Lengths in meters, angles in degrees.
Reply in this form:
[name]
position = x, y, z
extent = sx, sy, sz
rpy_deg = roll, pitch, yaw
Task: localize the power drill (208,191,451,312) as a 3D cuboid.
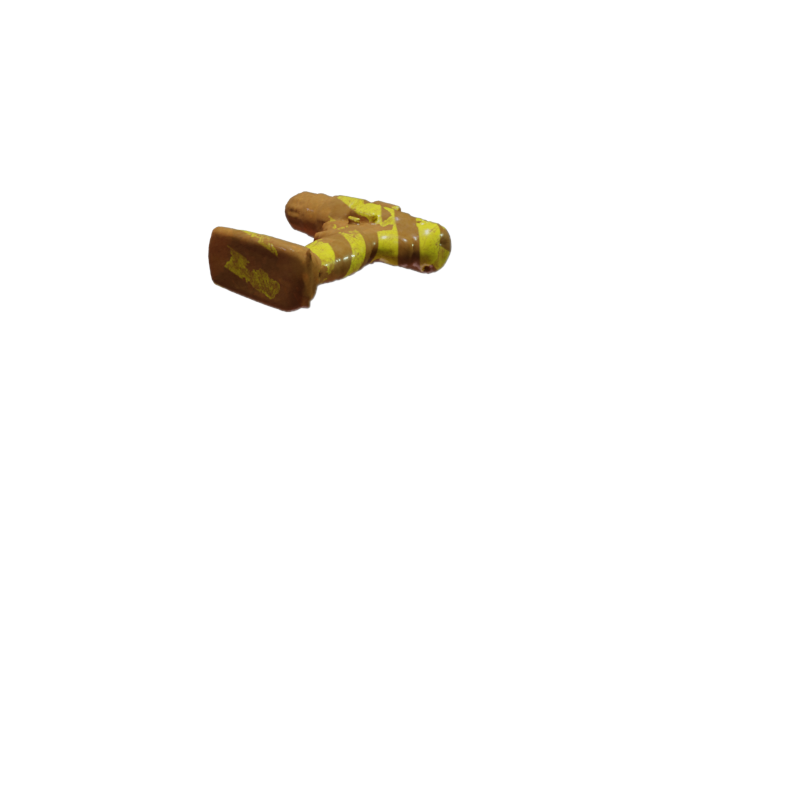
[power drill]
position = -0.076, -0.139, 0.973
extent = 0.195, 0.055, 0.186
rpy_deg = 19, 30, 36
